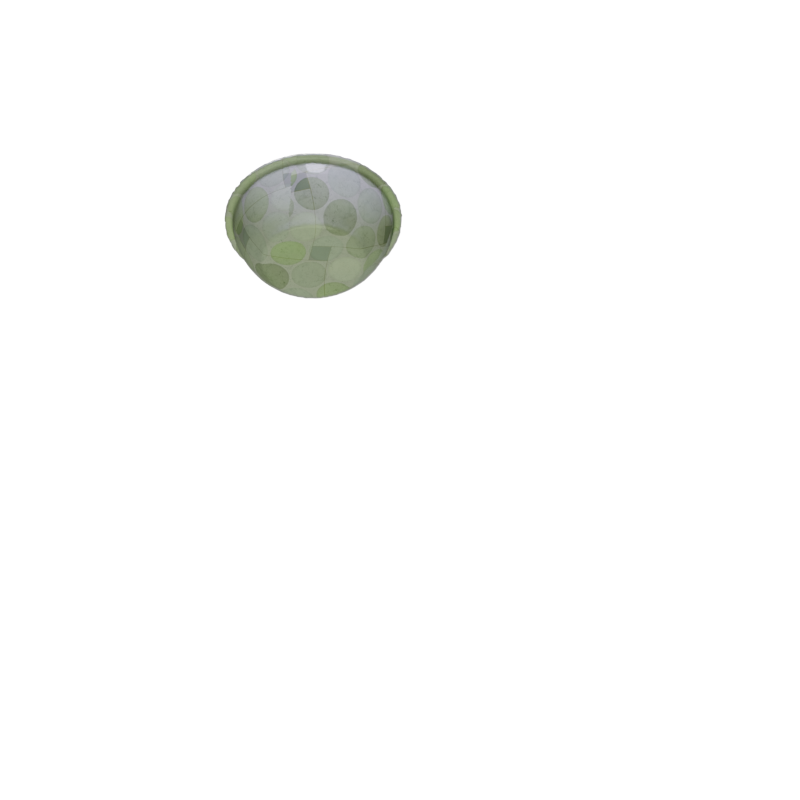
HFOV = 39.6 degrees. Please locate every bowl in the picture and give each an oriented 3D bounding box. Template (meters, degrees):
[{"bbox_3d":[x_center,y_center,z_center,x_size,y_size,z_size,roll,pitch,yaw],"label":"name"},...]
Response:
[{"bbox_3d":[-0.078,-0.142,0.992,0.162,0.059,0.151,1,-42,-1],"label":"bowl"}]
